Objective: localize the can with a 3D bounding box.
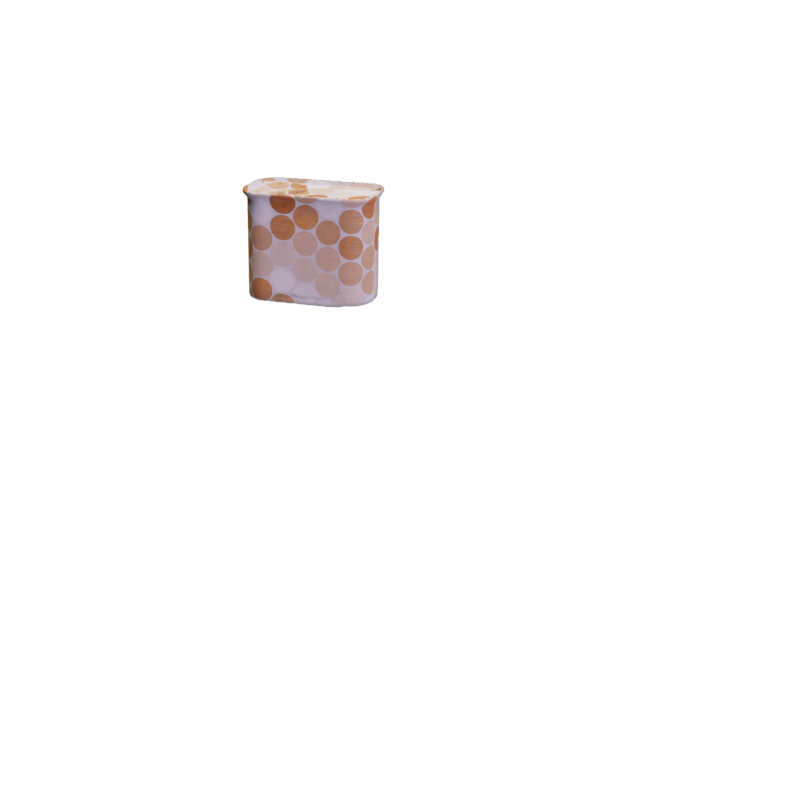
[{"bbox_3d":[-0.065,-0.118,0.828,0.104,0.081,0.058,6,19,15],"label":"can"}]
